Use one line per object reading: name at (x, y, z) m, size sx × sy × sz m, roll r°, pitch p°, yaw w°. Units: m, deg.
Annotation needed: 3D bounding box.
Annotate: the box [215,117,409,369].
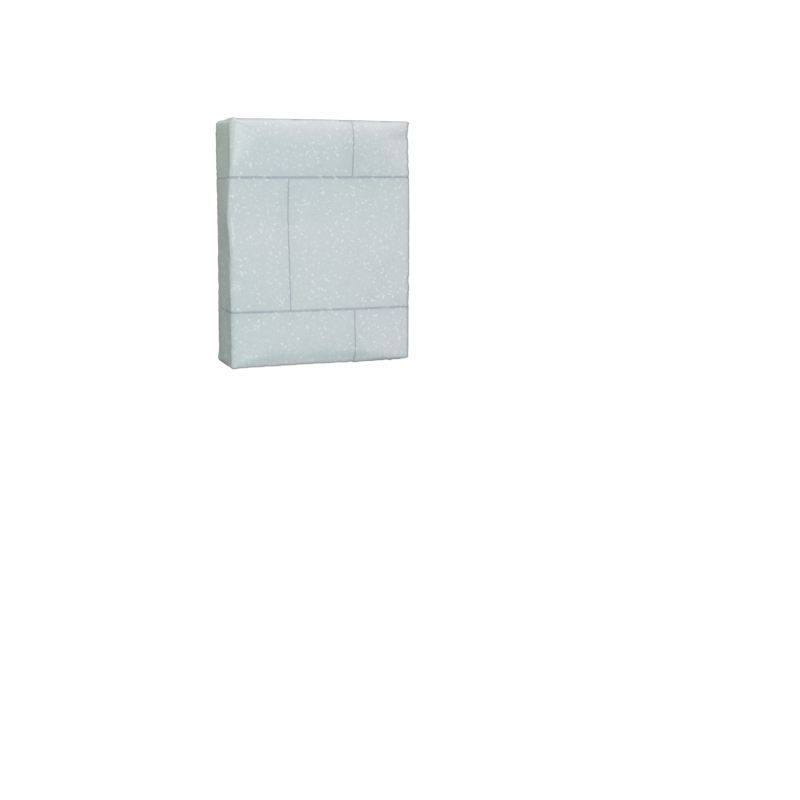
box at (-0.076, -0.139, 0.976) m, size 0.161 × 0.212 × 0.074 m, roll -2°, pitch 4°, yaw -17°
